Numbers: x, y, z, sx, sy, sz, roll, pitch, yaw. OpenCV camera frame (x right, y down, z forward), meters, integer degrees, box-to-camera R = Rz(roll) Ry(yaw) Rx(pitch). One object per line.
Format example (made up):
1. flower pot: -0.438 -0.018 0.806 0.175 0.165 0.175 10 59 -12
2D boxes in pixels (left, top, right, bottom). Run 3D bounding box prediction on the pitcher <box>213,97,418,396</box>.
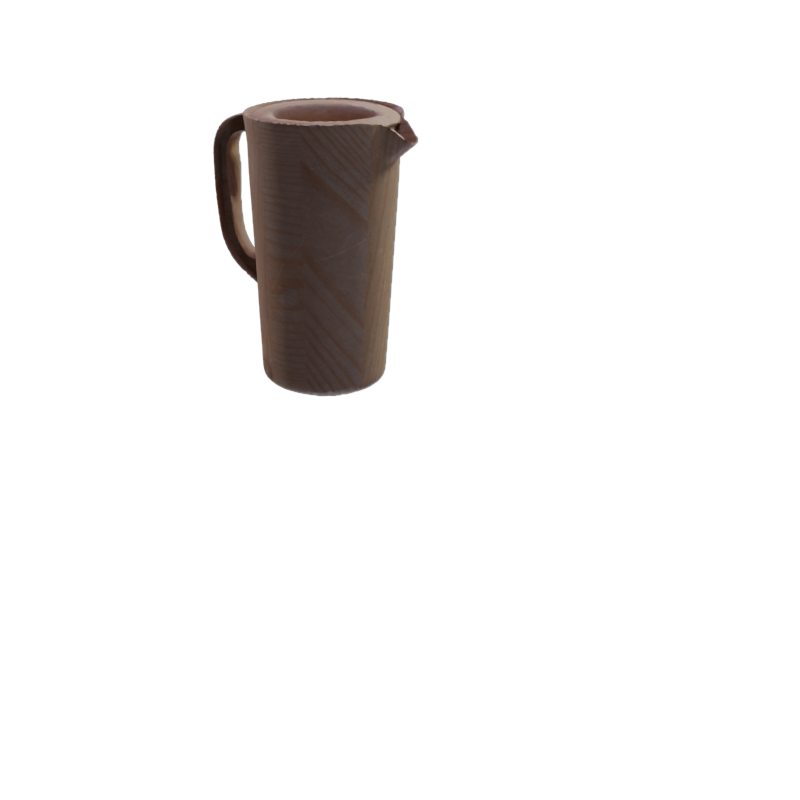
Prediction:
1. pitcher: -0.074 -0.135 0.947 0.142 0.233 0.158 -5 20 -18
